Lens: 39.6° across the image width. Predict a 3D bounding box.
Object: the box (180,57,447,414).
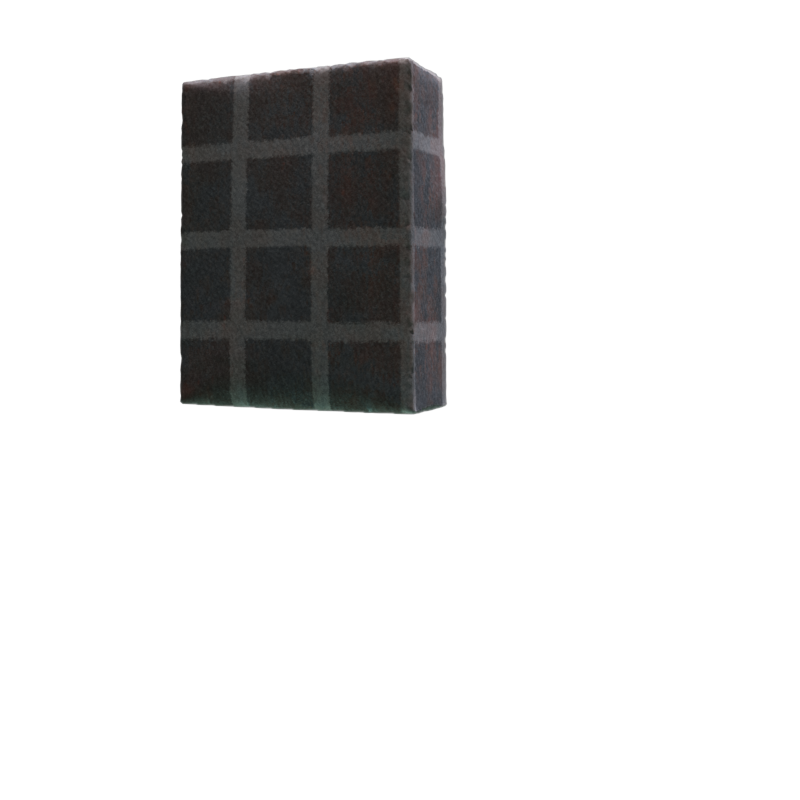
[{"bbox_3d":[-0.056,-0.102,0.717,0.169,0.216,0.069,-1,-3,24],"label":"box"}]
